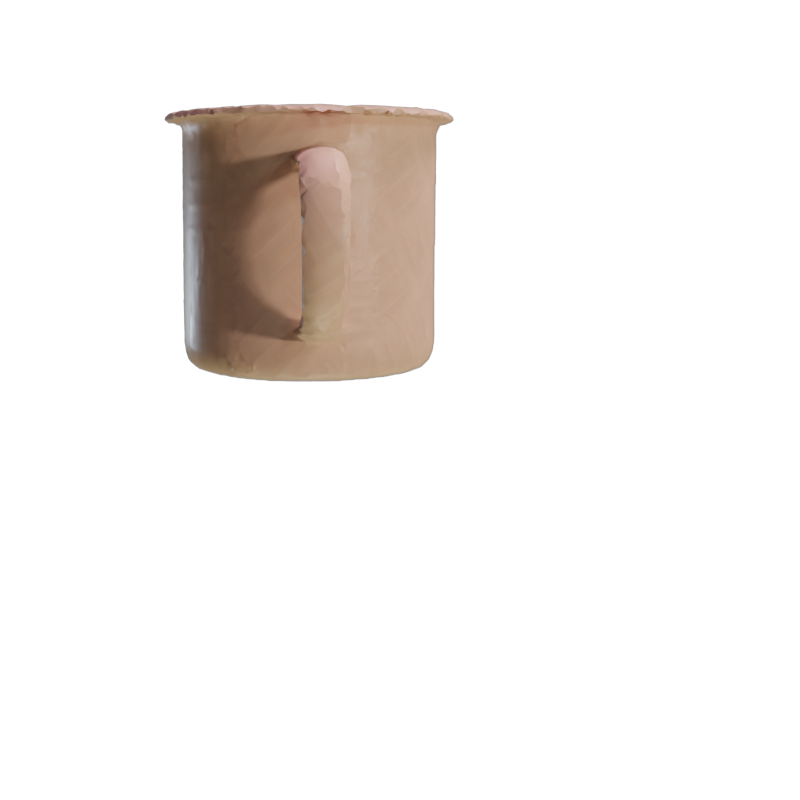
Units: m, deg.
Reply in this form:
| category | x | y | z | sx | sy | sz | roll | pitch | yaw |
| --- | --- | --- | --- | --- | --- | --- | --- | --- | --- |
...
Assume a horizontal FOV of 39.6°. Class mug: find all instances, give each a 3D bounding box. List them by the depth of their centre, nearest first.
| category | x | y | z | sx | sy | sz | roll | pitch | yaw |
| --- | --- | --- | --- | --- | --- | --- | --- | --- | --- |
| mug | -0.027 | -0.050 | 0.350 | 0.092 | 0.081 | 0.120 | -1 | 8 | -9 |
